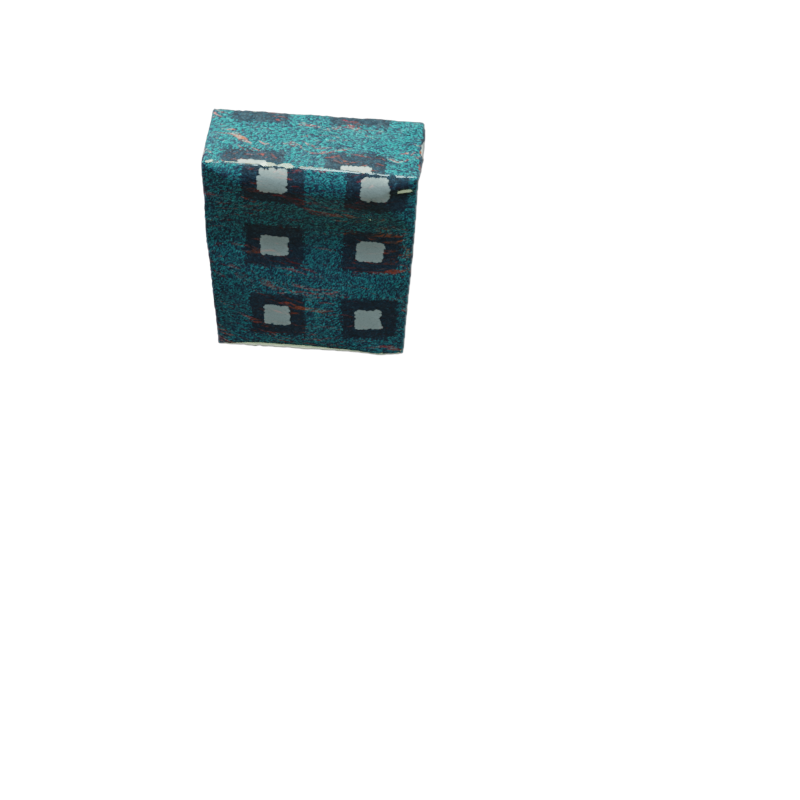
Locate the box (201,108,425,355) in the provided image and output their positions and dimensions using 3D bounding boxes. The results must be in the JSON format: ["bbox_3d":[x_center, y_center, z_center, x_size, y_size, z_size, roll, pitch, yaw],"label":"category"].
[{"bbox_3d":[-0.070,-0.128,0.895,0.165,0.077,0.199,5,-38,2],"label":"box"}]
